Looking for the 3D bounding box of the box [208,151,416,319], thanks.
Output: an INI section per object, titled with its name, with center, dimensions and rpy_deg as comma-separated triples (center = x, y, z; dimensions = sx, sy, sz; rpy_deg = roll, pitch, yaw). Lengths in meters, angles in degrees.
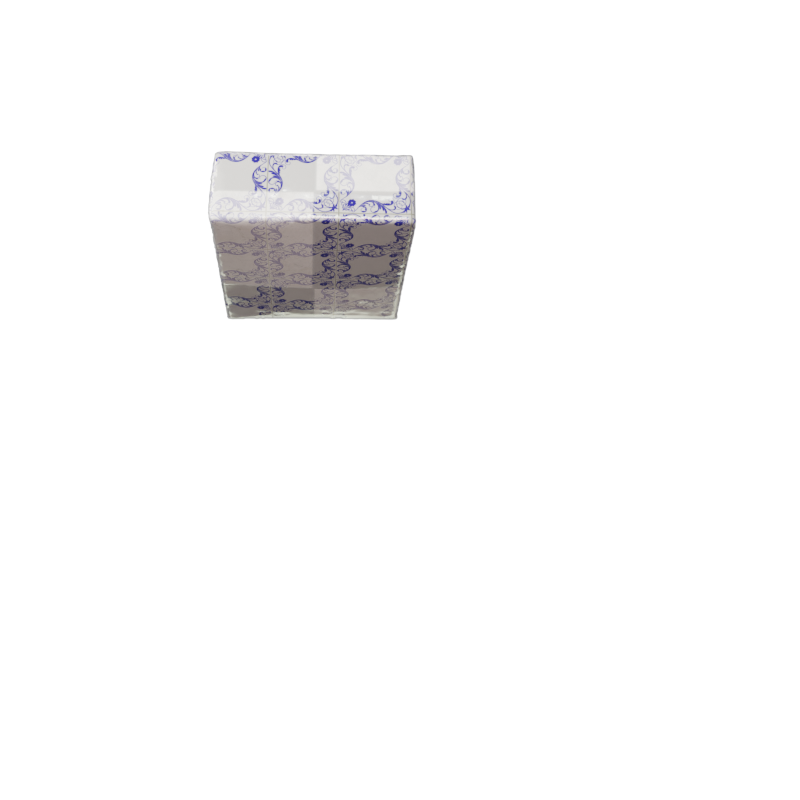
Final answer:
[box]
center = -0.076, -0.138, 0.970
dimensions = 0.164, 0.076, 0.204
rpy_deg = 1, -20, -2
